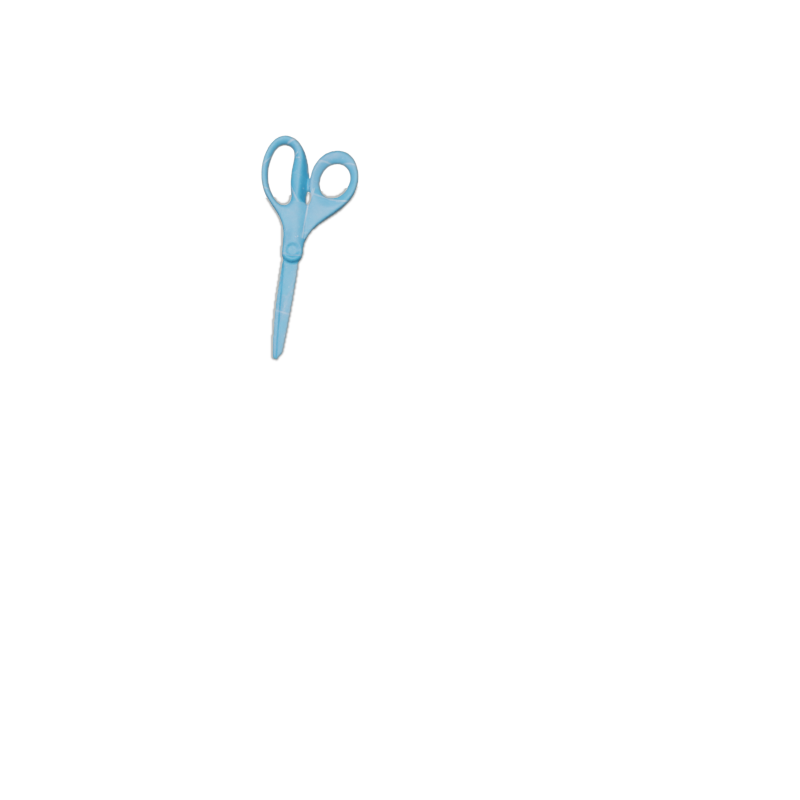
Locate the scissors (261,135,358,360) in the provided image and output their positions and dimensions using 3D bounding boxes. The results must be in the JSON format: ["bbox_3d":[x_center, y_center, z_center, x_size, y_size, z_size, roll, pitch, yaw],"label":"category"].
[{"bbox_3d":[-0.077,-0.140,0.982,0.096,0.210,0.015,-8,-15,-2],"label":"scissors"}]
